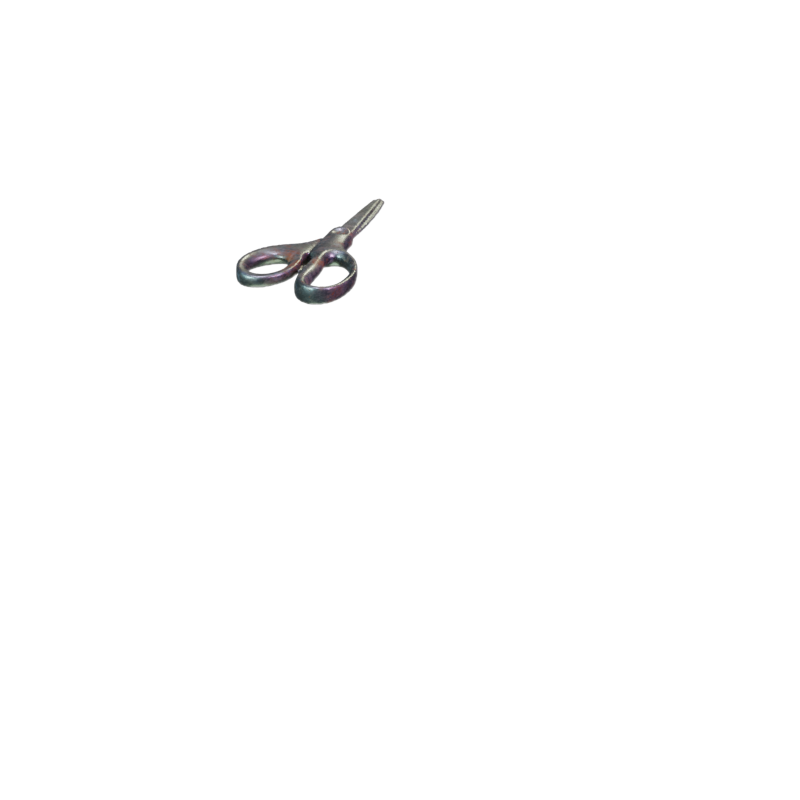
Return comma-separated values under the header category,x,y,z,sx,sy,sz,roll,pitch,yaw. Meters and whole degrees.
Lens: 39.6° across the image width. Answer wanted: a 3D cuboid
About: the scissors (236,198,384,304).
category,x,y,z,sx,sy,sz,roll,pitch,yaw
scissors,-0.066,-0.121,0.845,0.097,0.015,0.211,2,28,3
